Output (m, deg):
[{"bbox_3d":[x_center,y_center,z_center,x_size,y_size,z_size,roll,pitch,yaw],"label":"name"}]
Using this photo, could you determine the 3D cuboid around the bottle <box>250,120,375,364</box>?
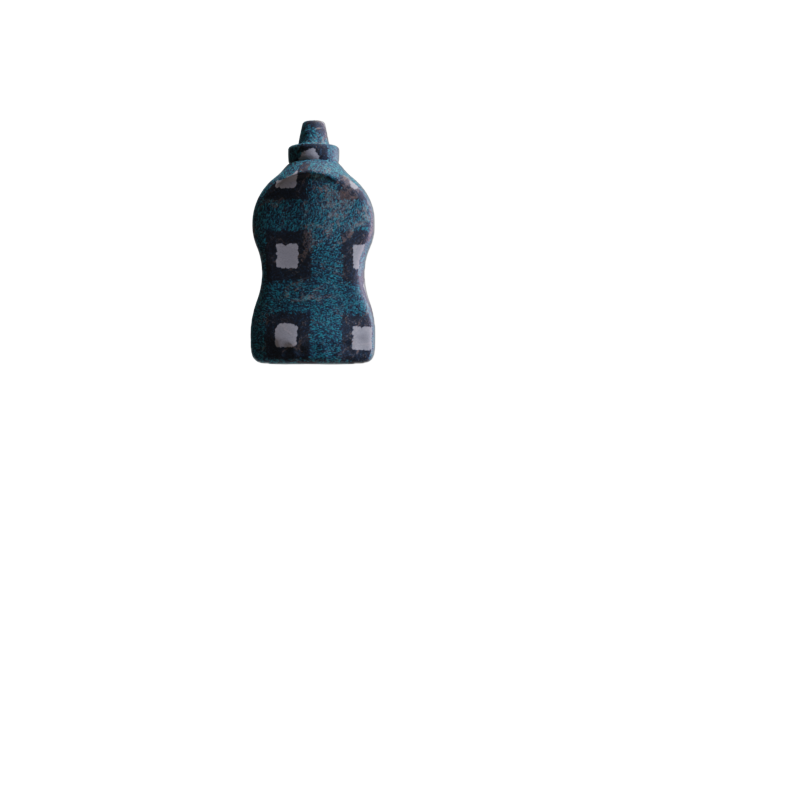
[{"bbox_3d":[-0.068,-0.125,0.874,0.097,0.194,0.057,-1,-5,7],"label":"bottle"}]
